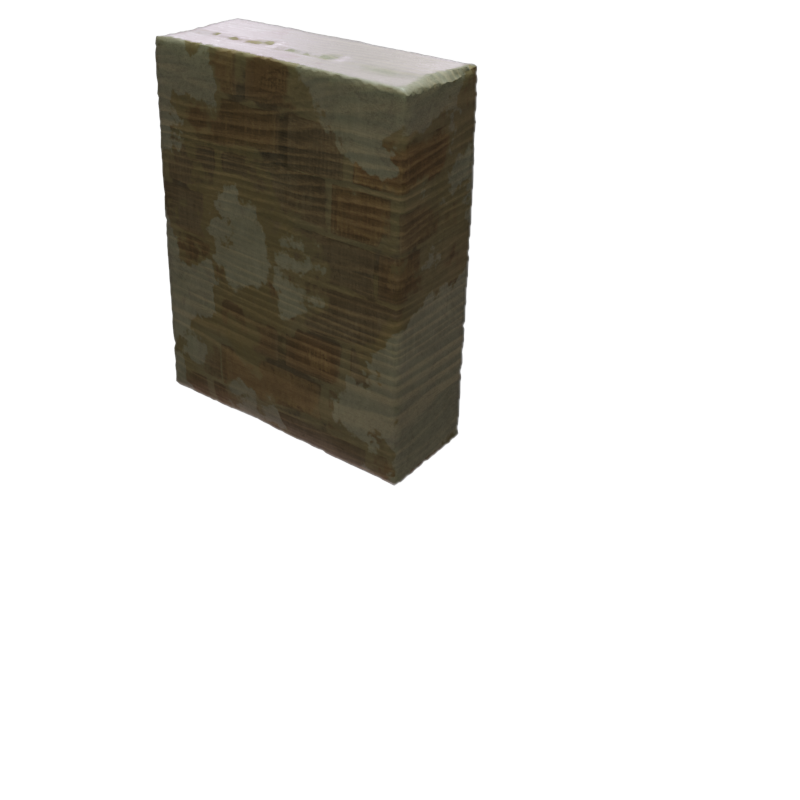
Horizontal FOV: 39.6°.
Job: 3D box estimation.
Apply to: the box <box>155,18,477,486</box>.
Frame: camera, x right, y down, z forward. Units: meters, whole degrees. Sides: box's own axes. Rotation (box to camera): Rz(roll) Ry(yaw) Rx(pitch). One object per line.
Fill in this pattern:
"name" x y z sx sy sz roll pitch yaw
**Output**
"box" -0.047 -0.085 0.596 0.174 0.202 0.072 21 32 33
